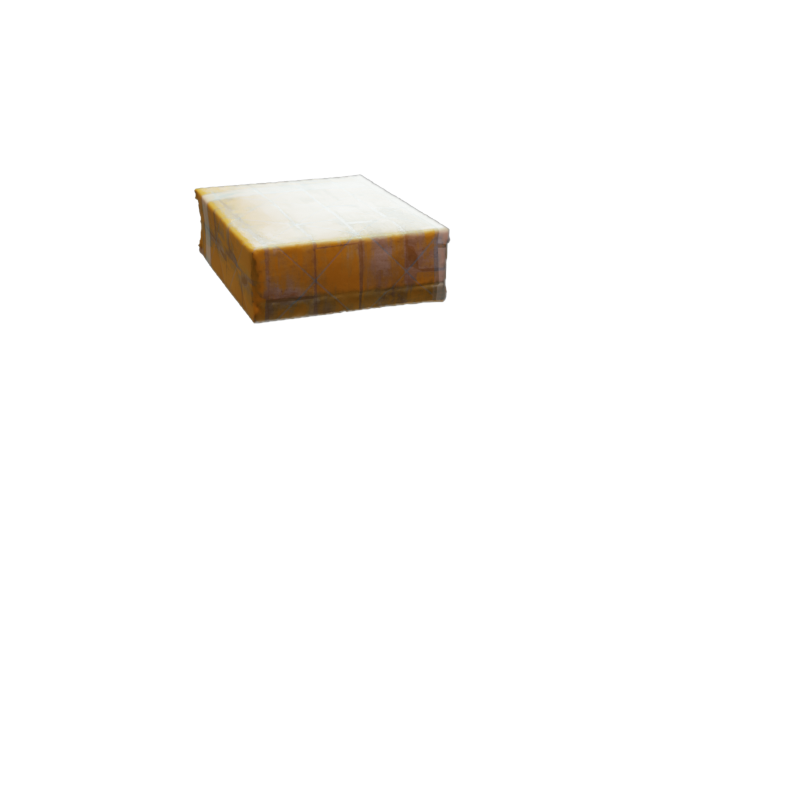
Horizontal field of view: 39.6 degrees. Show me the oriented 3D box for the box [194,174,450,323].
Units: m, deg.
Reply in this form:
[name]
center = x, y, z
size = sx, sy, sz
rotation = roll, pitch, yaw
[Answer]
[box]
center = -0.040, -0.074, 0.517
size = 0.088, 0.037, 0.120
rotation = -7, 22, -19
